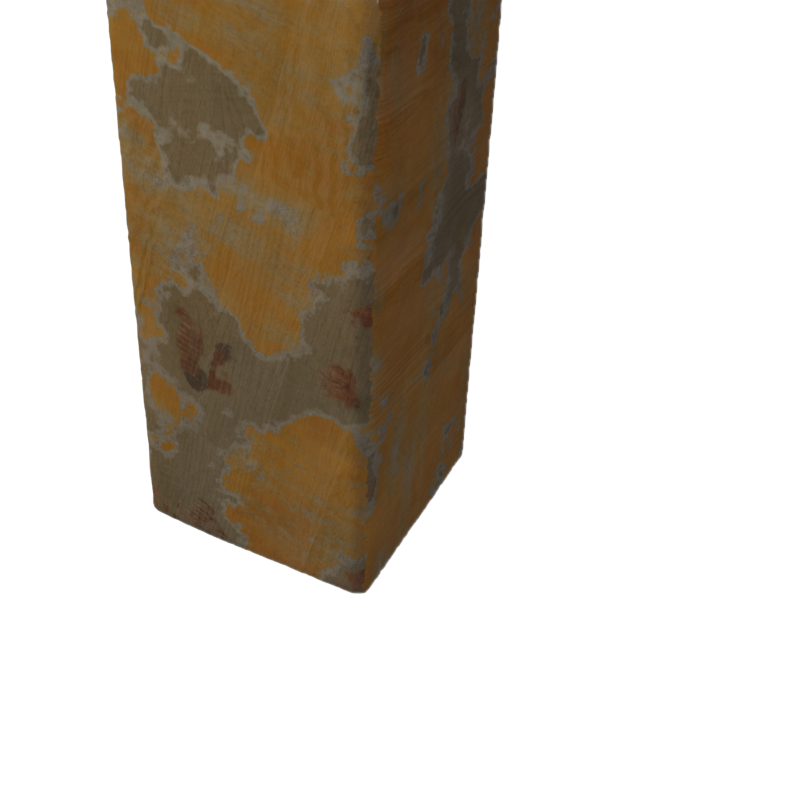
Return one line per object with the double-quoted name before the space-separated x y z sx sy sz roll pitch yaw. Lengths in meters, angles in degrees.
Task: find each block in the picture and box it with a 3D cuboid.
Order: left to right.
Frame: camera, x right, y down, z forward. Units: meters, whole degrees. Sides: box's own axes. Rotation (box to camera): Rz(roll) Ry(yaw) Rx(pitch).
"block" -0.028 -0.052 0.369 0.094 0.194 0.092 17 35 22
